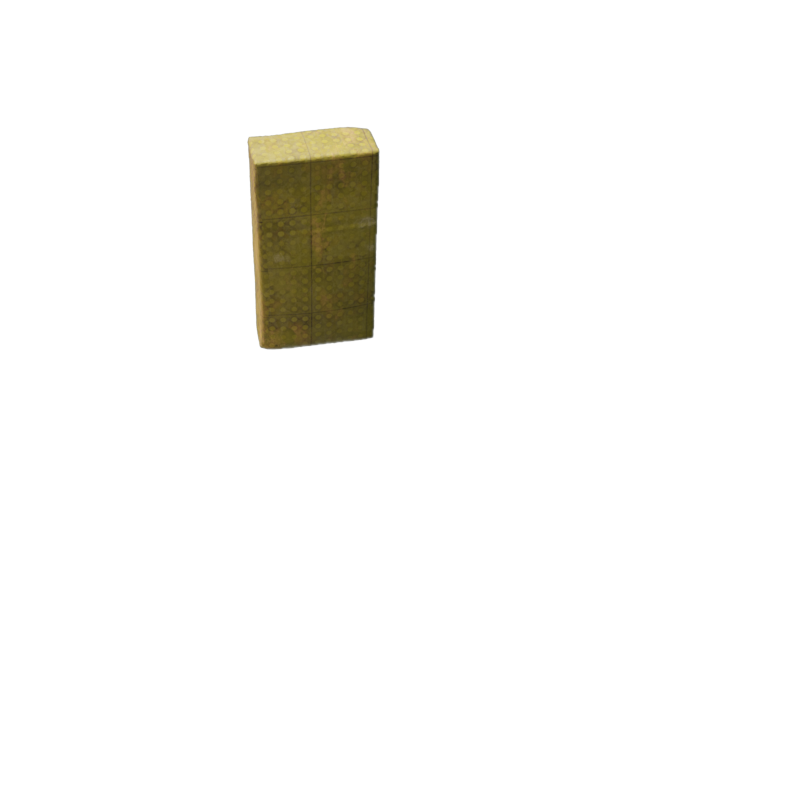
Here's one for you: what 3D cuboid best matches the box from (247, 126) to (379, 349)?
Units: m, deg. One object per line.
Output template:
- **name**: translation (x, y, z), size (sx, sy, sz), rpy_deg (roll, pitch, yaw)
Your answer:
- **box**: translation (-0.066, -0.121, 0.845), size (0.092, 0.165, 0.052), rpy_deg (-6, 37, -11)
